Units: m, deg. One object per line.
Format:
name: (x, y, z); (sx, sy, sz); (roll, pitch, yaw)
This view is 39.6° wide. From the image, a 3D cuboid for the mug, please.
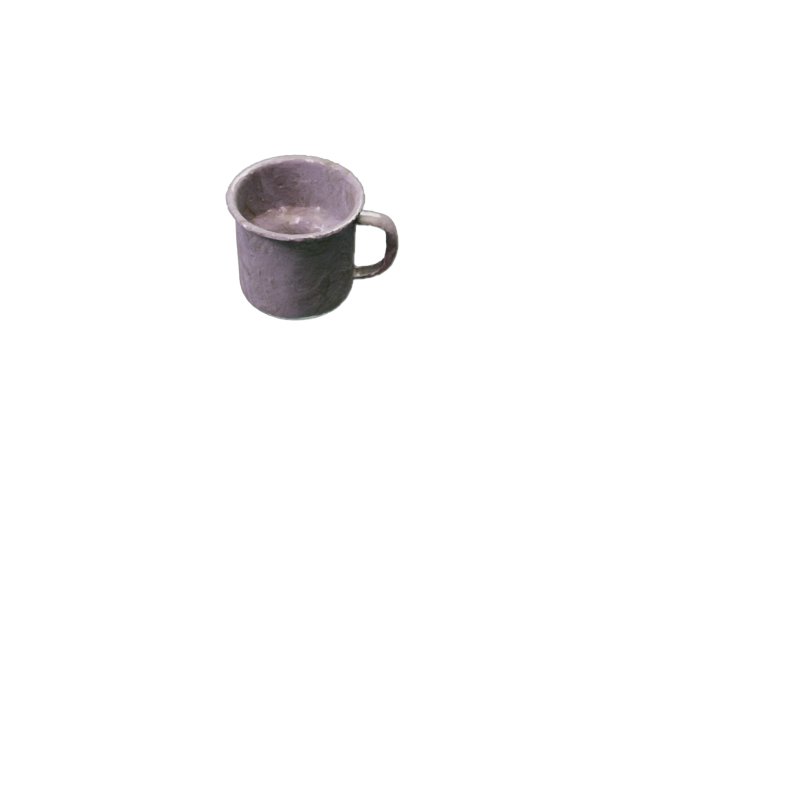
mug: (-0.060, -0.109, 0.764); (0.117, 0.076, 0.100); (2, 44, 1)
